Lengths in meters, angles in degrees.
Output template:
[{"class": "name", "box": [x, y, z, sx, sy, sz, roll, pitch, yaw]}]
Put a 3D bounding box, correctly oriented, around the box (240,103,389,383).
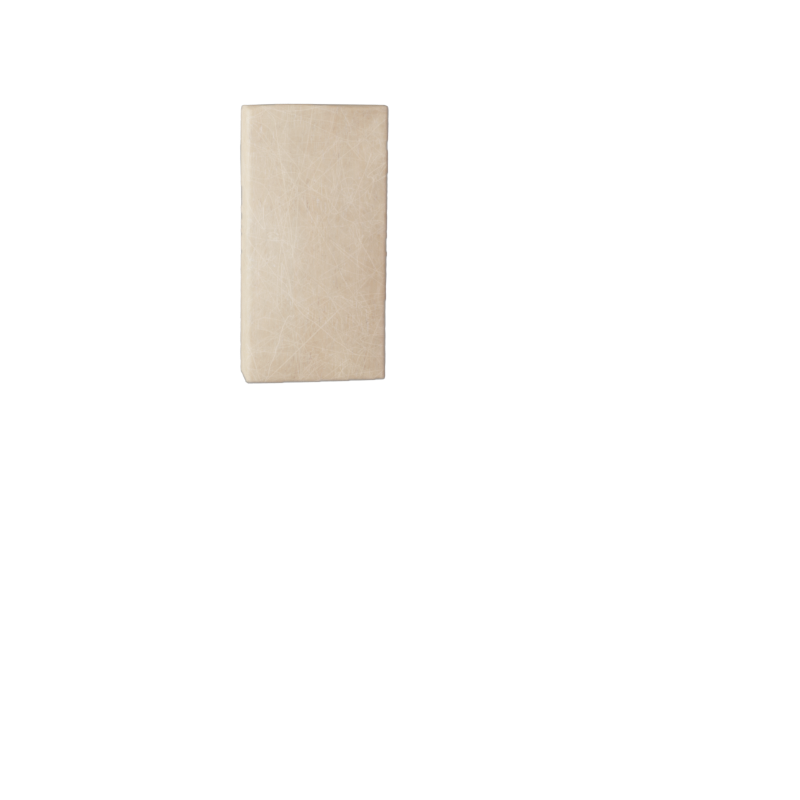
[{"class": "box", "box": [-0.056, -0.102, 0.714, 0.092, 0.173, 0.050, -1, 9, -10]}]
